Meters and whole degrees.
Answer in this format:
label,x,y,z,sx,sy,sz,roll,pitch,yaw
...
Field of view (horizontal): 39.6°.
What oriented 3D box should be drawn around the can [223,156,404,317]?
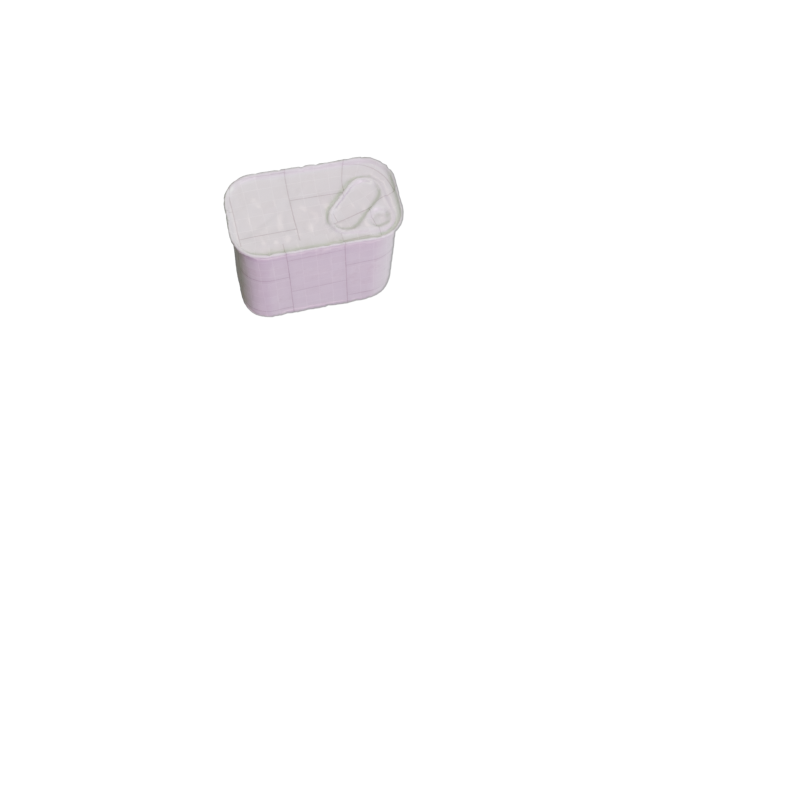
label,x,y,z,sx,sy,sz,roll,pitch,yaw
can,-0.053,-0.096,0.675,0.101,0.061,0.079,-10,-25,-7
